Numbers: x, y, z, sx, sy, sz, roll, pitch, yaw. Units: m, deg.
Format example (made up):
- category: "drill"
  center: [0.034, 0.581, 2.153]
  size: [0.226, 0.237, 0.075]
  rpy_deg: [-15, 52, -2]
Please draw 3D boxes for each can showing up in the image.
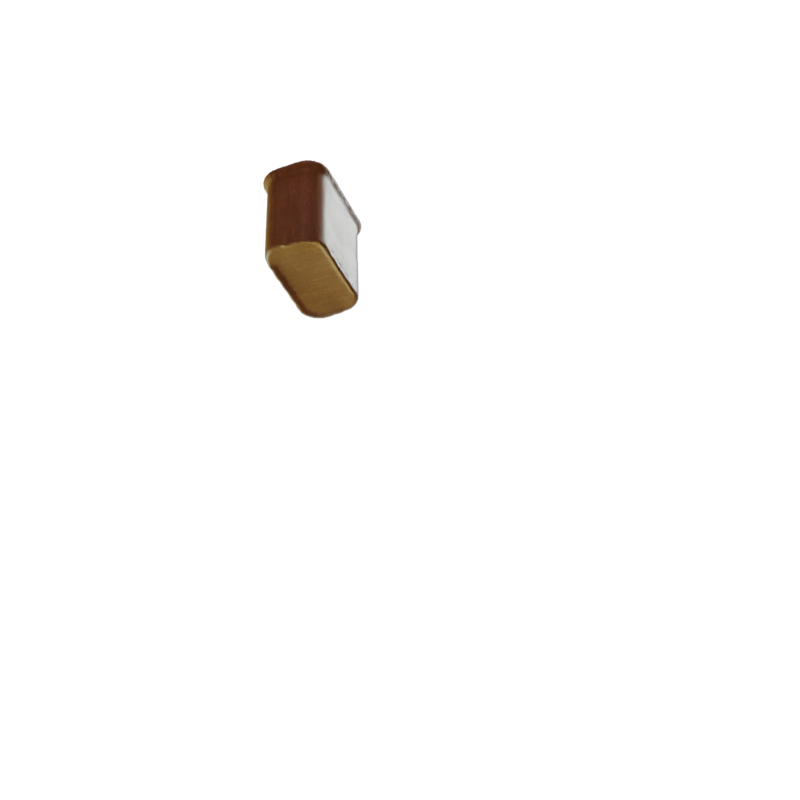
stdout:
- category: "can"
  center: [-0.070, -0.128, 0.899]
  size: [0.058, 0.090, 0.094]
  rpy_deg: [-16, -40, 16]
